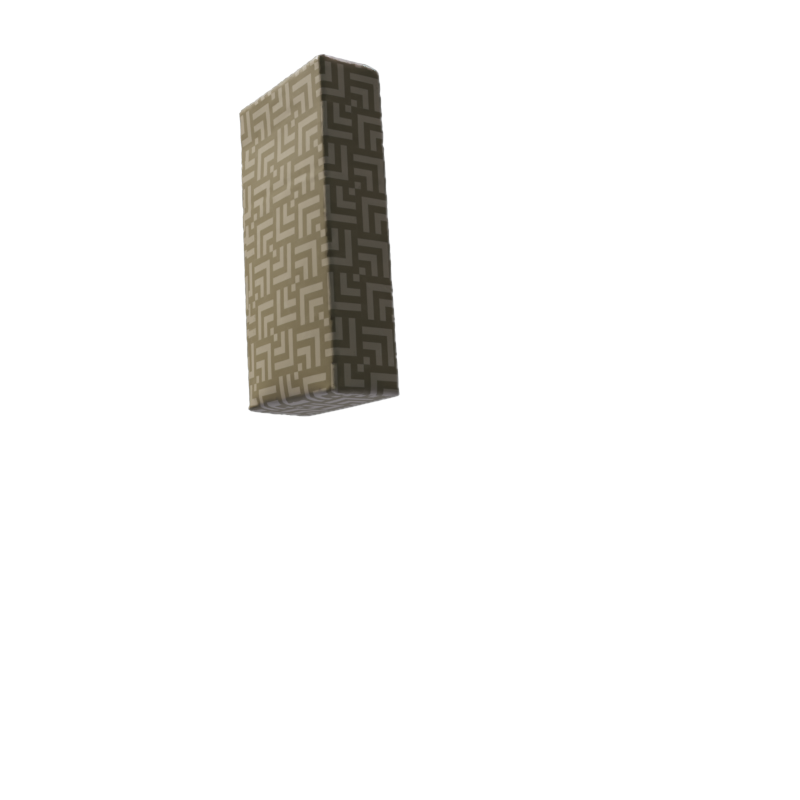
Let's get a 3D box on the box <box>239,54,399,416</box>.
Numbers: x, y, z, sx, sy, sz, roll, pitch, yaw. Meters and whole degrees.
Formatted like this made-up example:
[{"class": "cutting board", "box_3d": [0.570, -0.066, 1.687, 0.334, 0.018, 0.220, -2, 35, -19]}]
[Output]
[{"class": "box", "box_3d": [-0.046, -0.085, 0.592, 0.046, 0.183, 0.094, 9, -17, -34]}]
